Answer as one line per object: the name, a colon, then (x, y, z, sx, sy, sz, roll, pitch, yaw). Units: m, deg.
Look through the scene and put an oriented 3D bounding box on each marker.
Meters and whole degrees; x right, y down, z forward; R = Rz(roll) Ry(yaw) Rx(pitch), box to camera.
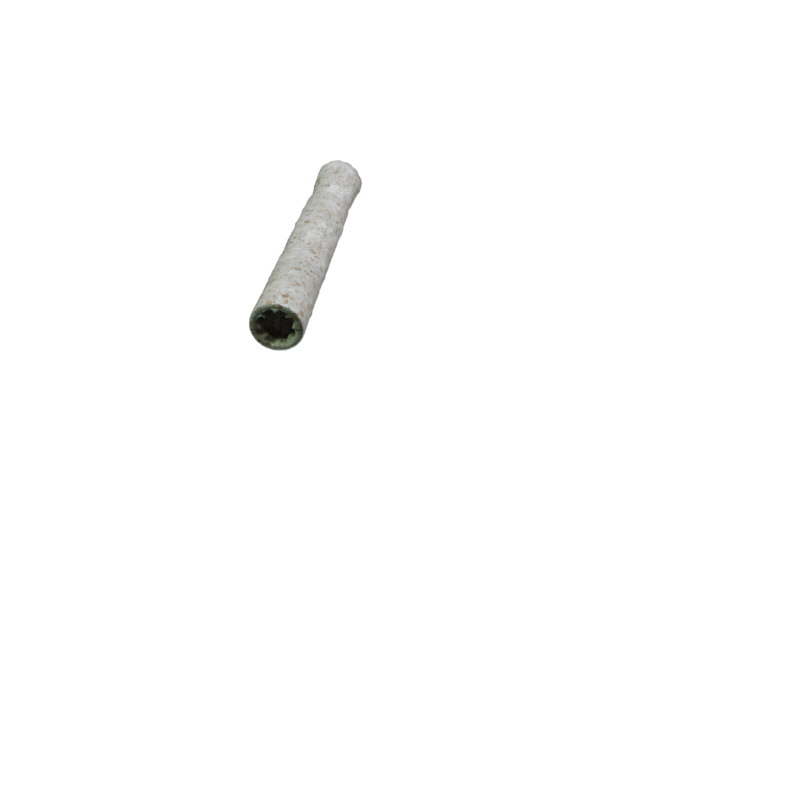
marker: (-0.032, -0.059, 0.413, 0.020, 0.018, 0.127, 0, 34, 9)
